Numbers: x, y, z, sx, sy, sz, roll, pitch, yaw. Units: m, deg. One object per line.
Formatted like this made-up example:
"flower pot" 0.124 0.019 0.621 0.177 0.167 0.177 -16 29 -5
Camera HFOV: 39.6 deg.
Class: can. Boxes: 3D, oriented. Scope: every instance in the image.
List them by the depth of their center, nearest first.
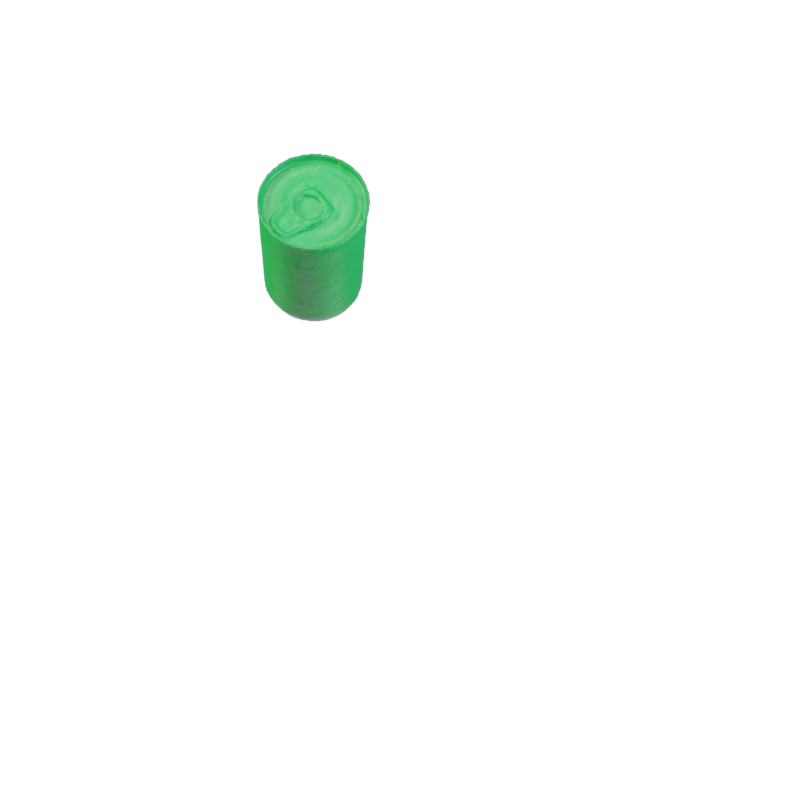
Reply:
"can" -0.055 -0.101 0.708 0.068 0.073 0.097 0 -25 -3
